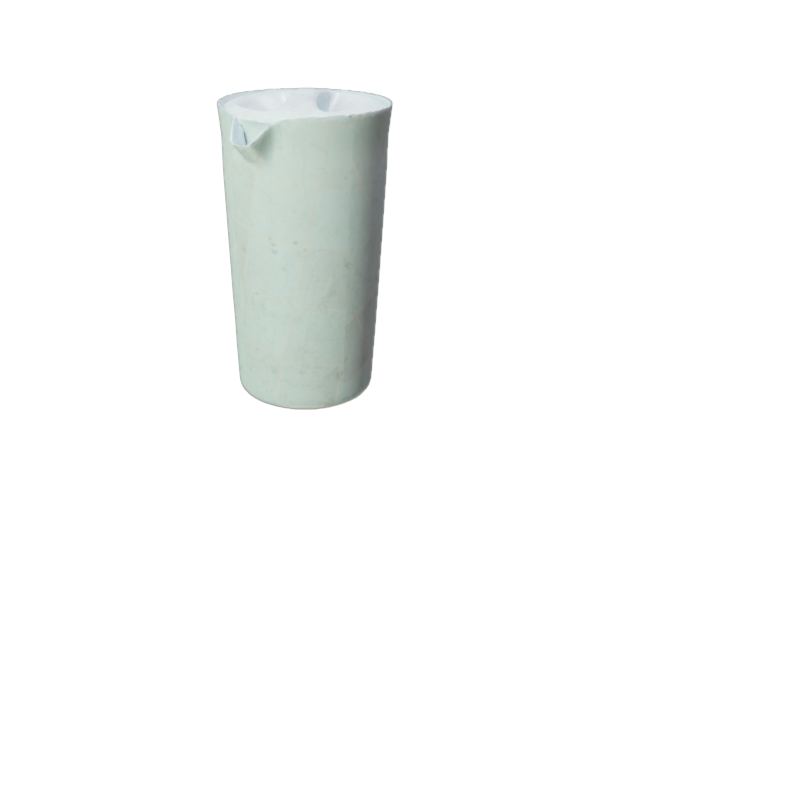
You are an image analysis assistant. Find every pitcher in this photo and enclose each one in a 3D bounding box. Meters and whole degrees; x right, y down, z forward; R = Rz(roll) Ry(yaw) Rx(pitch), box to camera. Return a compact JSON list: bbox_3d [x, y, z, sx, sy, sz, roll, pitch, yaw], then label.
[{"bbox_3d":[-0.069,-0.126,0.881,0.147,0.233,0.154,-4,21,-15],"label":"pitcher"}]
